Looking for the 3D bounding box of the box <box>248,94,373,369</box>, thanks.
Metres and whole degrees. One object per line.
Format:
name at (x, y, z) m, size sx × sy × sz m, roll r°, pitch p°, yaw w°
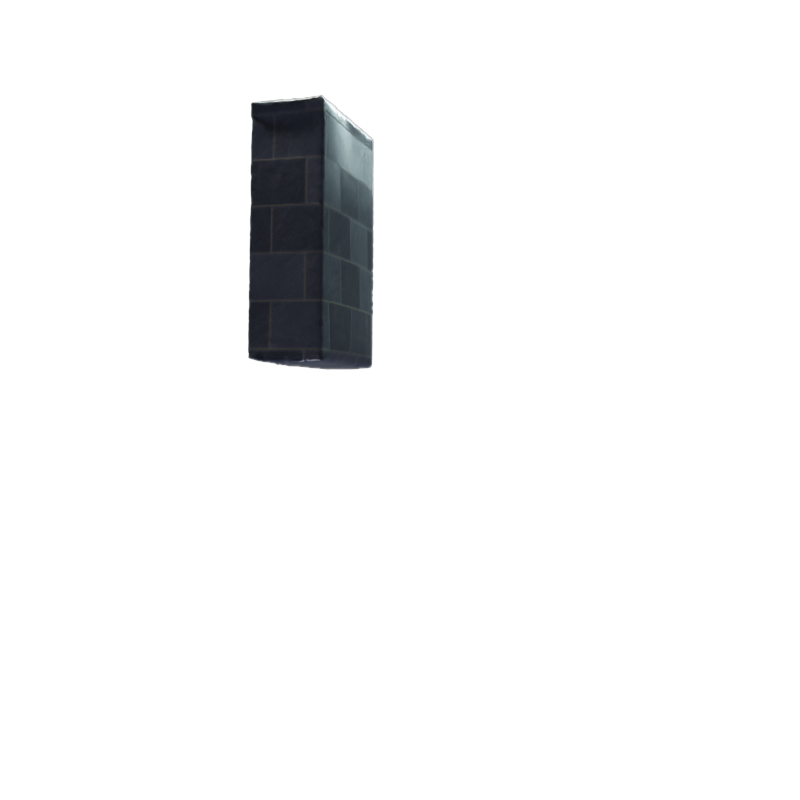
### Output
box at (-0.074, -0.135, 0.949) m, size 0.073 × 0.218 × 0.159 m, roll -2°, pitch -5°, yaw 14°
